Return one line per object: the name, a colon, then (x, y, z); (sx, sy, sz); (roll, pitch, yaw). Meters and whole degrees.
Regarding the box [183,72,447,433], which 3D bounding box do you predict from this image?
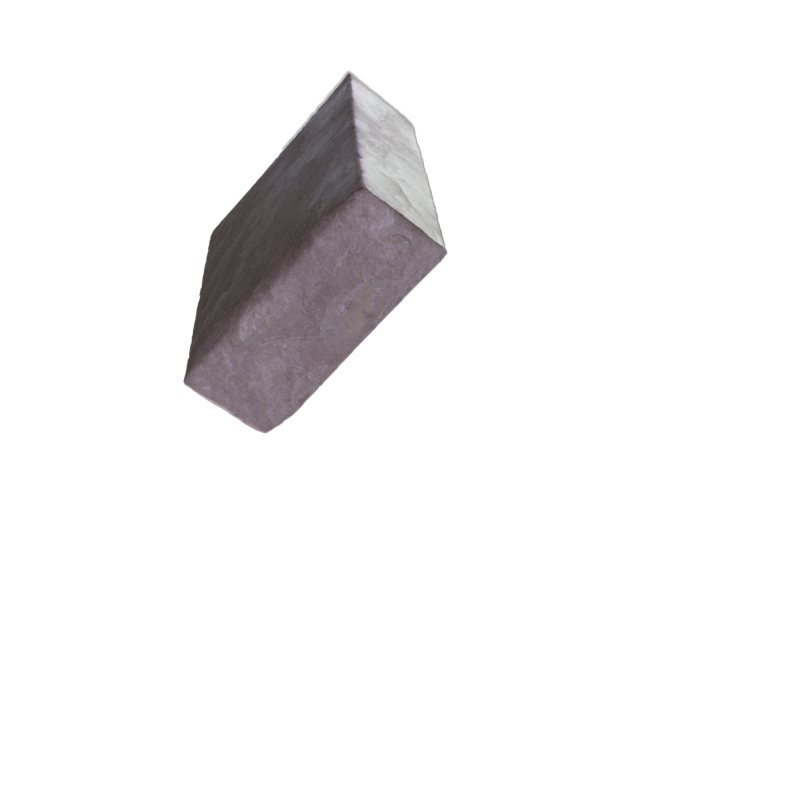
box: (-0.056, -0.103, 0.720); (0.069, 0.162, 0.227); (37, 22, -23)
